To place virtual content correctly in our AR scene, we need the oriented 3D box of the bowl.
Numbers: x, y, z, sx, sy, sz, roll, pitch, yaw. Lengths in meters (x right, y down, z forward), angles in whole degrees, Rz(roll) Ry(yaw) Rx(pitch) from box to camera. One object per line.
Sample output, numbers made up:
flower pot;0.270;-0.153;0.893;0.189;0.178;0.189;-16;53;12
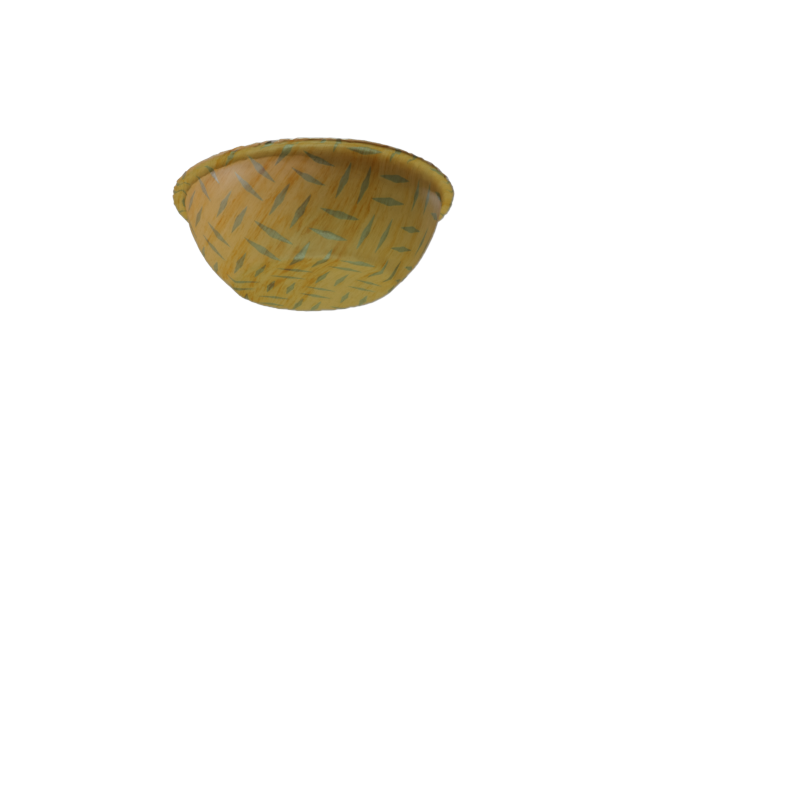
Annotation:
bowl;-0.049;-0.090;0.630;0.162;0.057;0.156;0;-15;-2
